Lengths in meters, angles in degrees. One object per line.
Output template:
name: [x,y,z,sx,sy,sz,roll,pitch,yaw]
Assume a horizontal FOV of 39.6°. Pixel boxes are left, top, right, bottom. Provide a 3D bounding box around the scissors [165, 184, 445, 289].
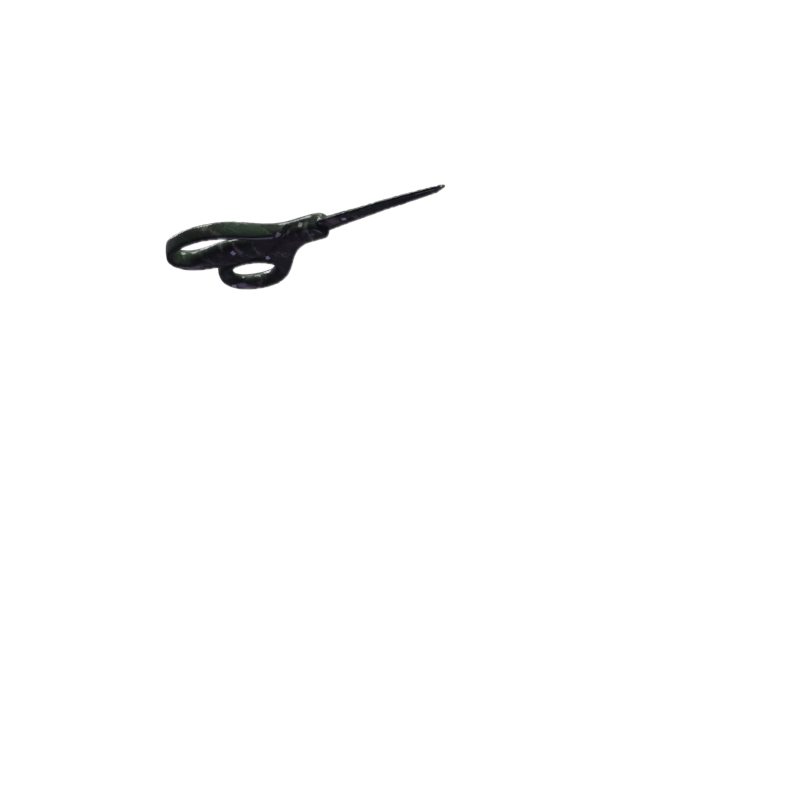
scissors: [-0.058,-0.106,0.741,0.205,0.017,0.090,-6,-20,17]
